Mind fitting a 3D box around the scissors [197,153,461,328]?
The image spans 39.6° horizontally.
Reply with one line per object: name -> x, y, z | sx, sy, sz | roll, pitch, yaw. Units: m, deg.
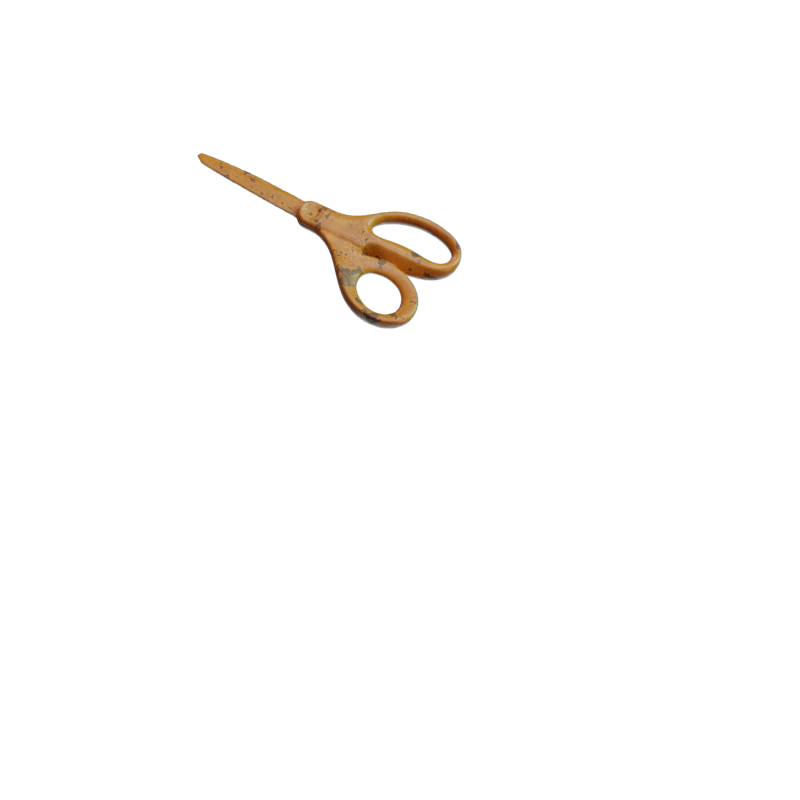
scissors -> -0.060, -0.110, 0.767 | 0.205, 0.101, 0.015 | 15, -27, 8
